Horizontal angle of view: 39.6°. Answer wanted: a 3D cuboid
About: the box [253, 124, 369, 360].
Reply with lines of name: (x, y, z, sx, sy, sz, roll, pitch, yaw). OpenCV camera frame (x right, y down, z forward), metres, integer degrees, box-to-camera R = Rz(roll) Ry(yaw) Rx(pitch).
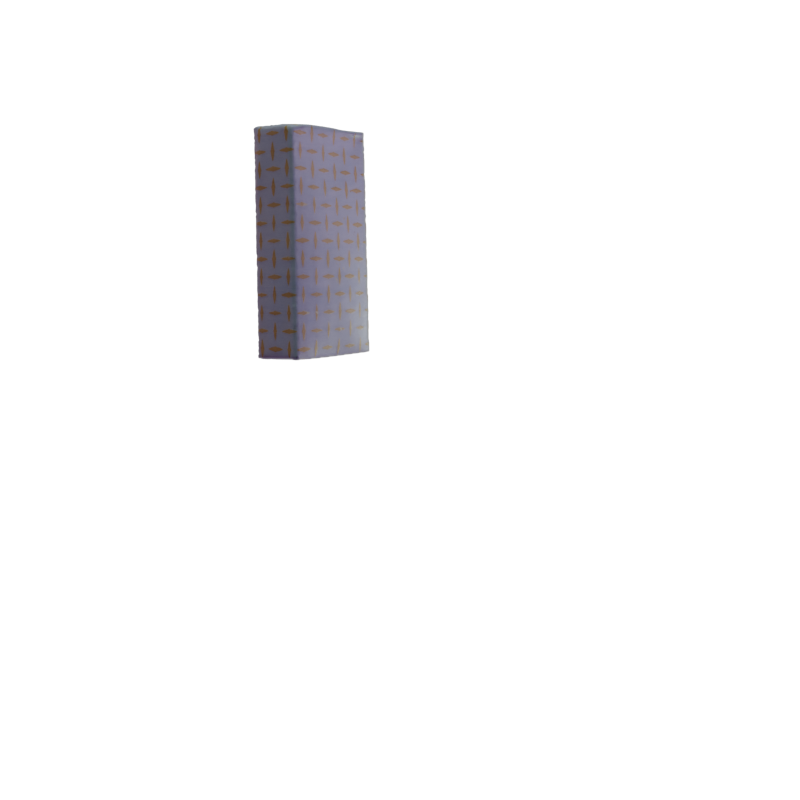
box: (-0.067, -0.123, 0.859, 0.050, 0.176, 0.090, 1, 2, 37)
